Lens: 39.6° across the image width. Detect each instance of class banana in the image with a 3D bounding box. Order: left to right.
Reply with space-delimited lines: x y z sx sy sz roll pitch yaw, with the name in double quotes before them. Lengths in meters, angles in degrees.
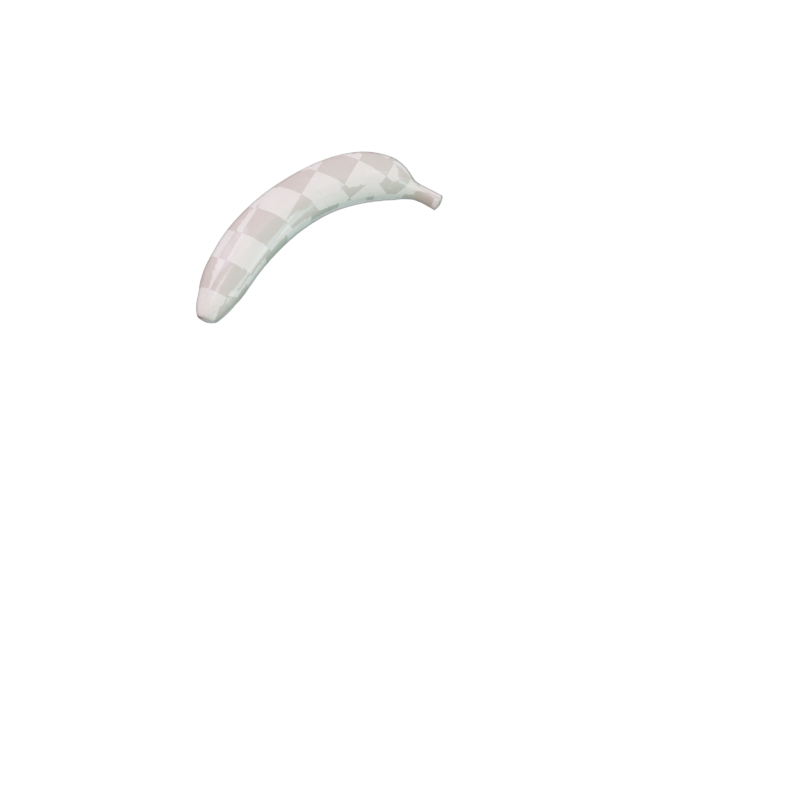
"banana" -0.067 -0.126 0.775 0.198 0.074 0.035 -30 -24 -16
